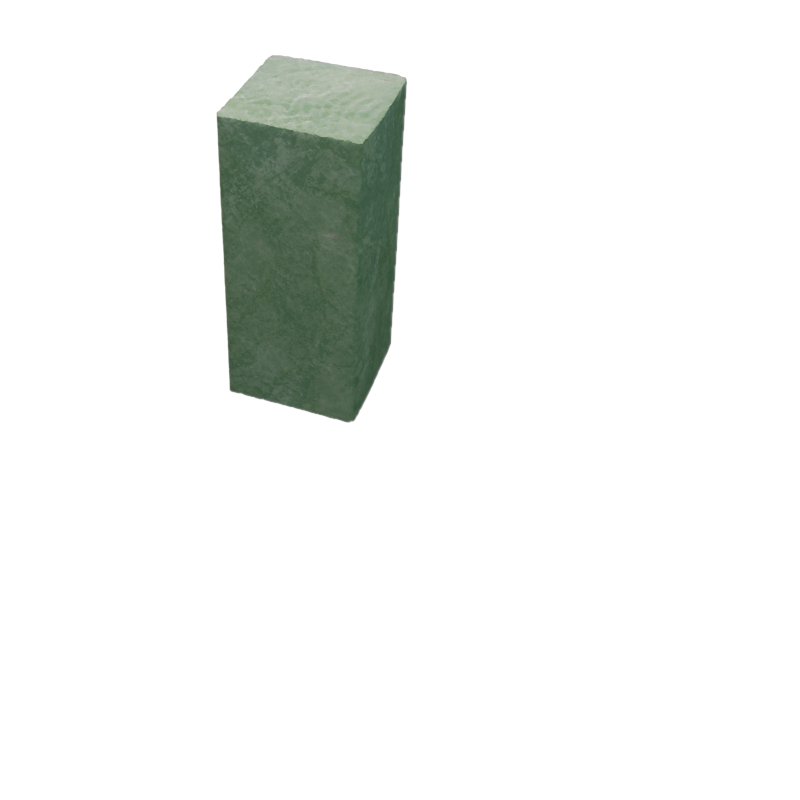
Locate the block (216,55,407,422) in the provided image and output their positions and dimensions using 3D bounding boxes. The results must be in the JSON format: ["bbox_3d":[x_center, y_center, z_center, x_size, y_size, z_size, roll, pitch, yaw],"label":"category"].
[{"bbox_3d":[-0.054,-0.100,0.699,0.093,0.193,0.094,13,39,13],"label":"block"}]
